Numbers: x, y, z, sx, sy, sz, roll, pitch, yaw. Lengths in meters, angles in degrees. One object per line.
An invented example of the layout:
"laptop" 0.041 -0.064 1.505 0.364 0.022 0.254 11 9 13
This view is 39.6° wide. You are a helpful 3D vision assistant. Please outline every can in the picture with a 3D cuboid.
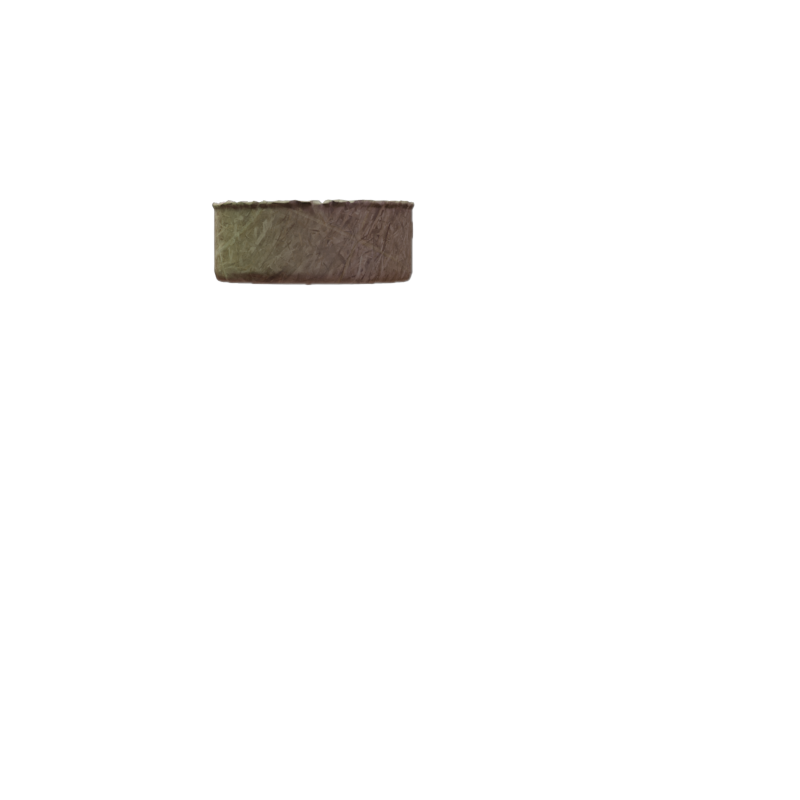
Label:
"can" -0.037 -0.067 0.471 0.086 0.033 0.087 0 7 -2
